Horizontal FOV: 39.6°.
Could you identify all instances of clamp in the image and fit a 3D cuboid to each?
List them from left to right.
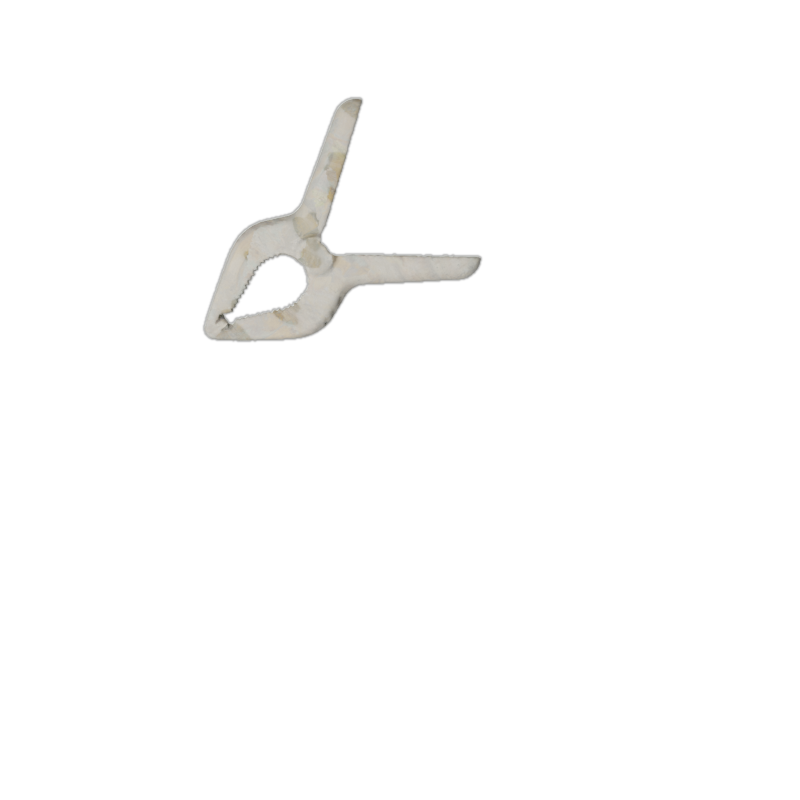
[{"bbox_3d":[-0.066,-0.121,0.848,0.210,0.167,0.036,-30,-4,-3],"label":"clamp"}]
